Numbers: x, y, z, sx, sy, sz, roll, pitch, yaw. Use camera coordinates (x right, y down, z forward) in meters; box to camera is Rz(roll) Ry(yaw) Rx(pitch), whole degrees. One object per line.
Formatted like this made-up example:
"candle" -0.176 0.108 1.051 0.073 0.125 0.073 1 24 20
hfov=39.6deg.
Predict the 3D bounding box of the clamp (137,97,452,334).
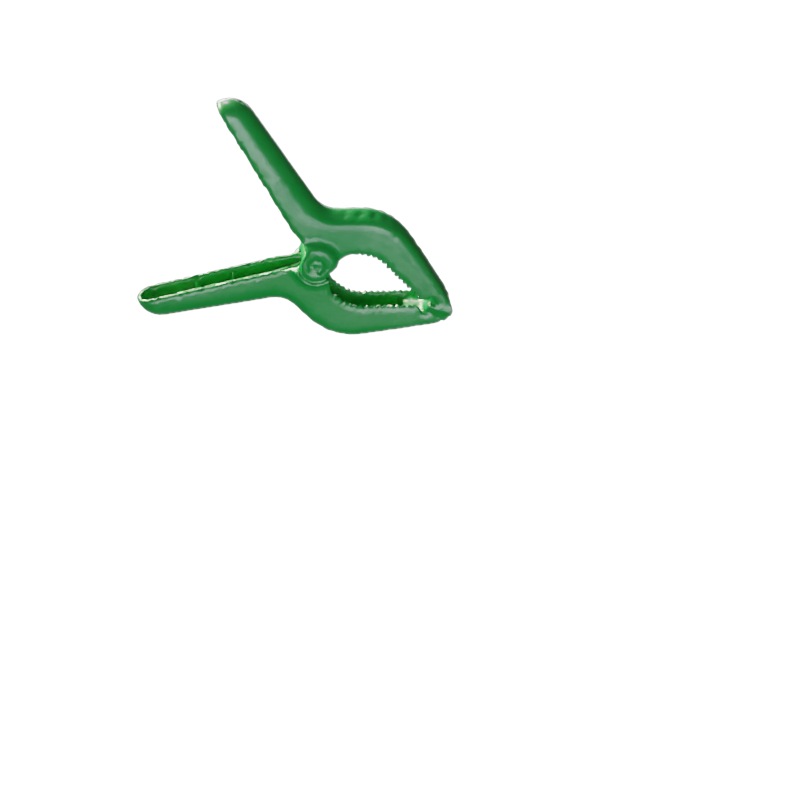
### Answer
"clamp" -0.059 -0.107 0.749 0.207 0.157 0.039 15 28 -8
